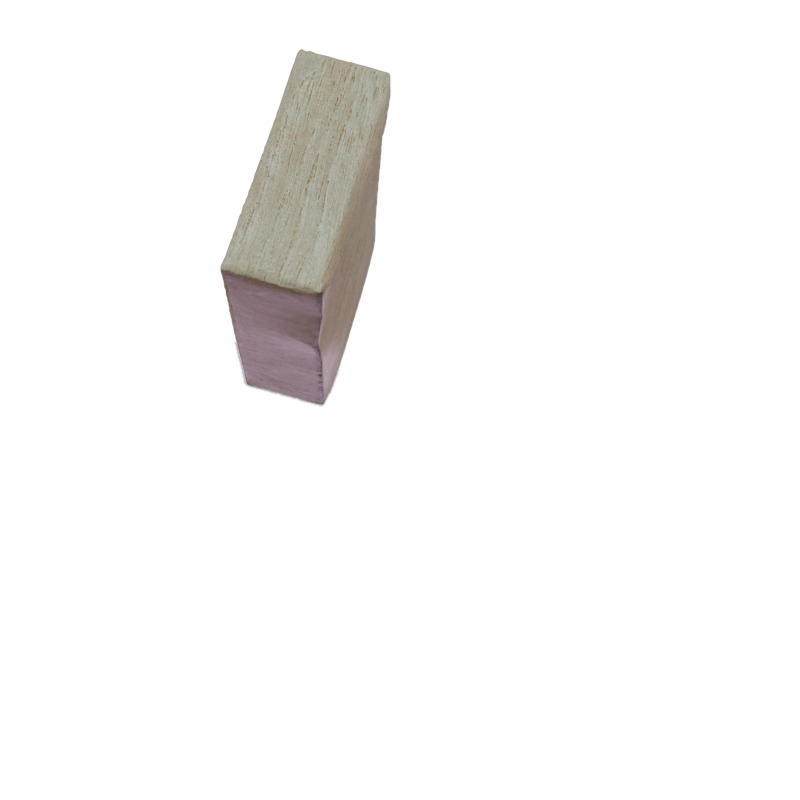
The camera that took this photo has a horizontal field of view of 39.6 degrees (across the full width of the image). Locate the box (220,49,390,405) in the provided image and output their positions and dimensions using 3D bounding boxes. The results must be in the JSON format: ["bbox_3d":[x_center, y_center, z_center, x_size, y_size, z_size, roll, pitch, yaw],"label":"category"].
[{"bbox_3d":[-0.060,-0.110,0.767,0.072,0.171,0.204,14,-21,1],"label":"box"}]
